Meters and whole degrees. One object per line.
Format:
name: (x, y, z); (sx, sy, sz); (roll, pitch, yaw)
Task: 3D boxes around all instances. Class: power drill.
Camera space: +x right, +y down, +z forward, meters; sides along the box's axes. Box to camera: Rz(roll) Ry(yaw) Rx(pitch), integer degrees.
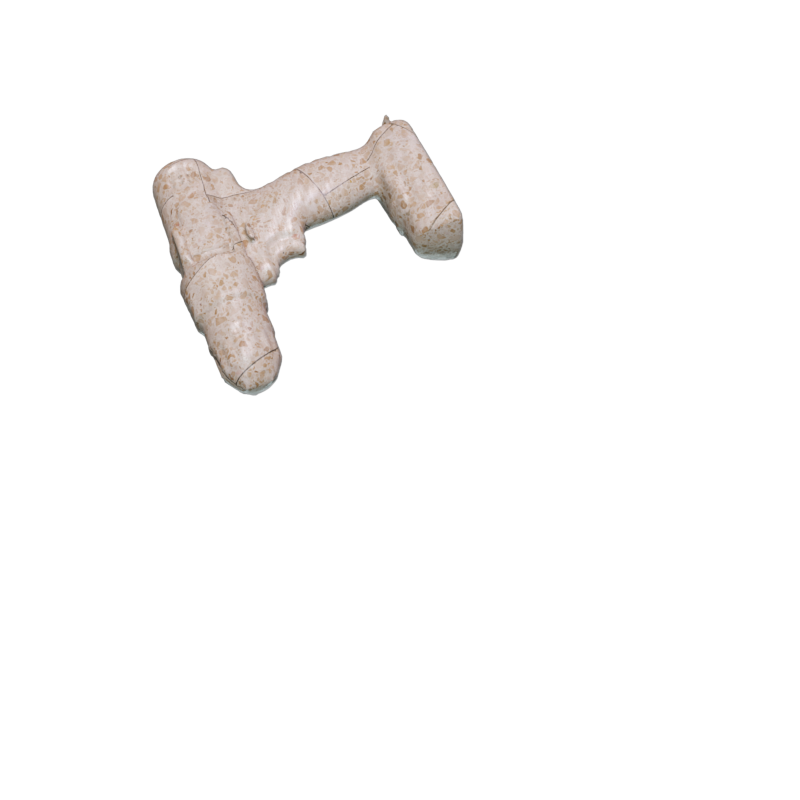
power drill: (-0.057, -0.105, 0.734); (0.186, 0.198, 0.054); (-18, -31, -12)
